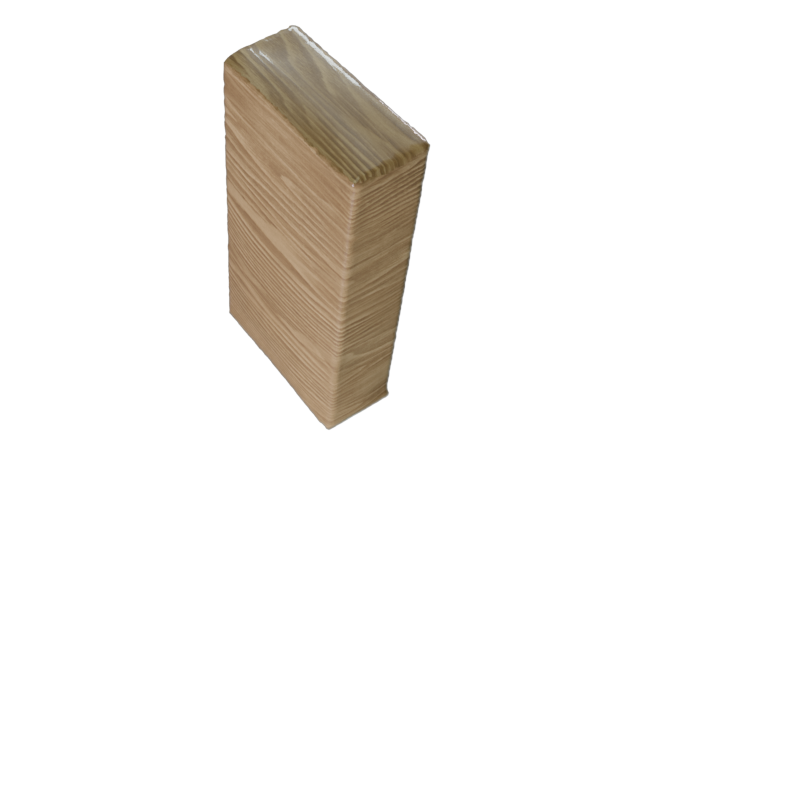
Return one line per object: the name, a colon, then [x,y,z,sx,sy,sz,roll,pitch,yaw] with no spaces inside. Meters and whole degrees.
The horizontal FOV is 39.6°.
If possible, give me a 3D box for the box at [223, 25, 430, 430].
box: [-0.040,-0.072,0.507,0.048,0.100,0.165,-30,-29,-23]
